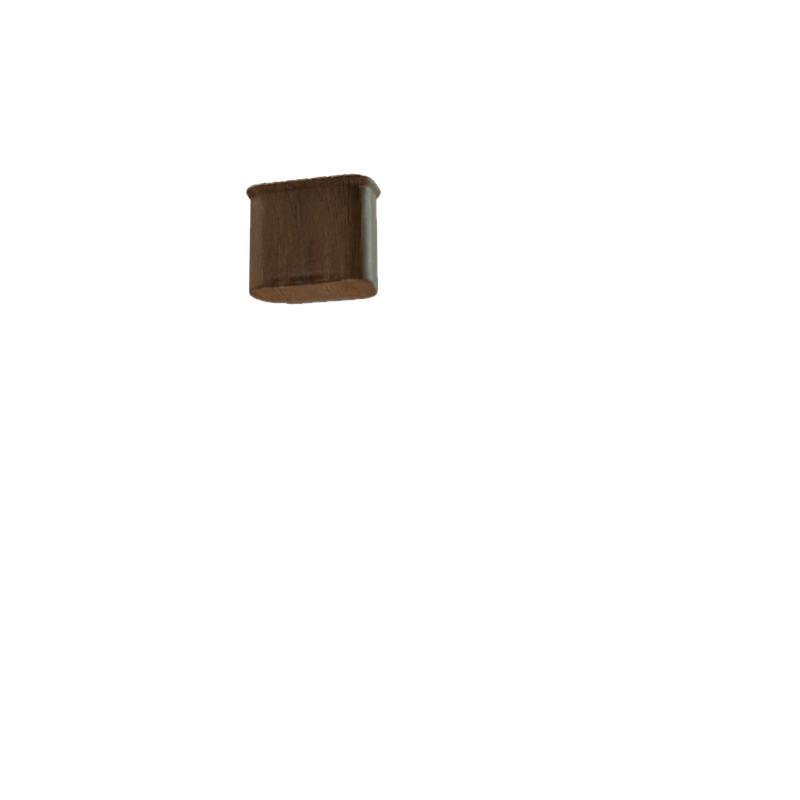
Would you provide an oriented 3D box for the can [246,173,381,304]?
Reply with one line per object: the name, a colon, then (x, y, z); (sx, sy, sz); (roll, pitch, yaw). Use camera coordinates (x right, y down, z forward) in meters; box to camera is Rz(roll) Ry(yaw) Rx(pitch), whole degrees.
can: (-0.066, -0.121, 0.848); (0.104, 0.087, 0.054); (-4, -16, 15)
